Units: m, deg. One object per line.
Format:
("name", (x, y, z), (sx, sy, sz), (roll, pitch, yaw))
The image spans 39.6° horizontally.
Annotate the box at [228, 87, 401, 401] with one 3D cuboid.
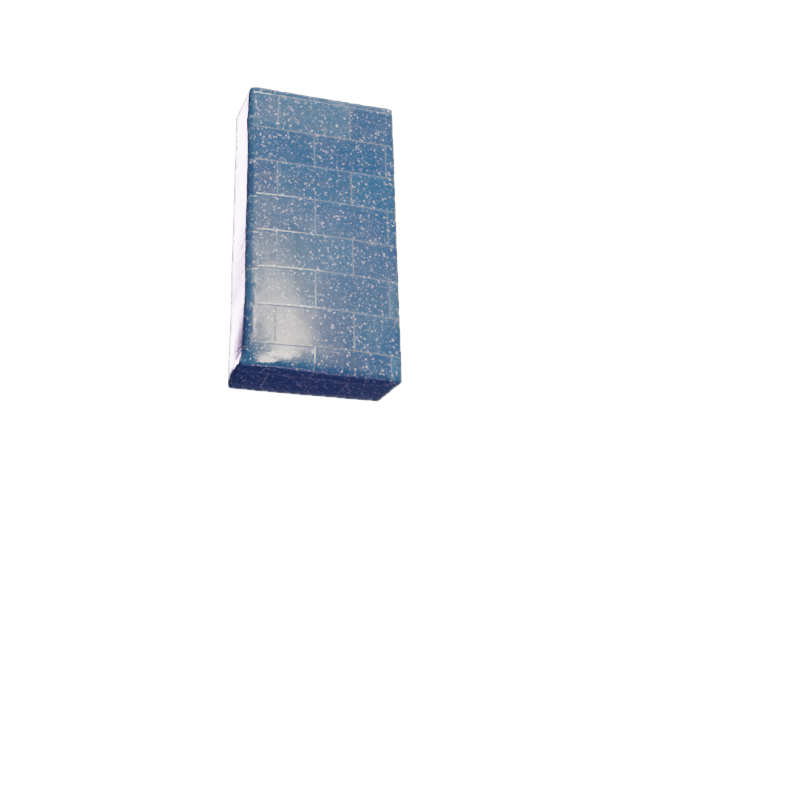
("box", (-0.051, -0.093, 0.650), (0.091, 0.186, 0.046), (6, -26, -17))
